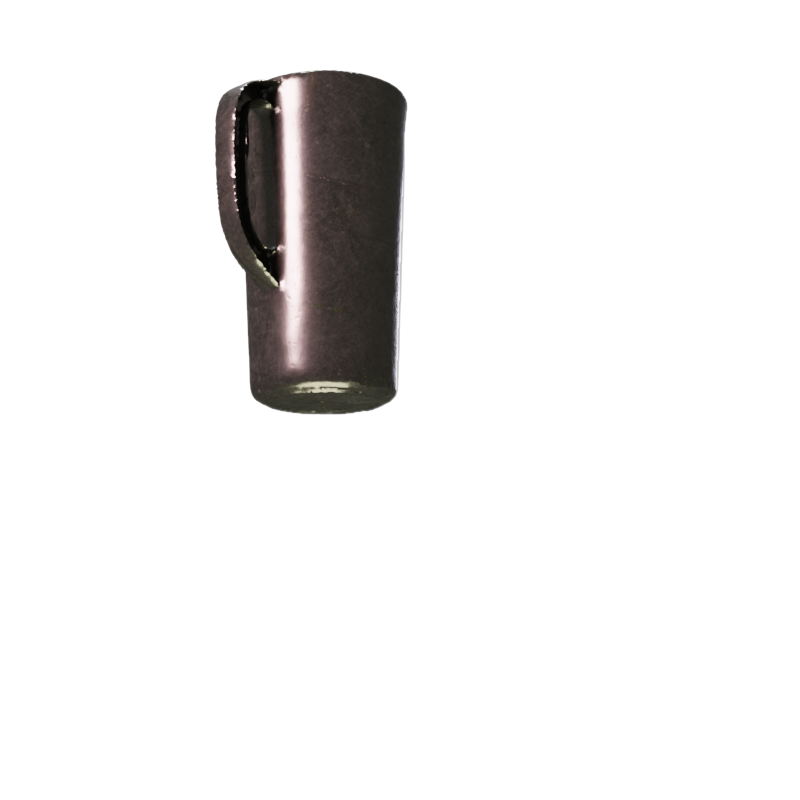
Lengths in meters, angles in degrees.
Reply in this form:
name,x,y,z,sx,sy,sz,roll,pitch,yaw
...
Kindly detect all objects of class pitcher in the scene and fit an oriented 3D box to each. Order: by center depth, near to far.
name,x,y,z,sx,sy,sz,roll,pitch,yaw
pitcher,-0.065,-0.119,0.834,0.148,0.253,0.140,1,-17,-6
